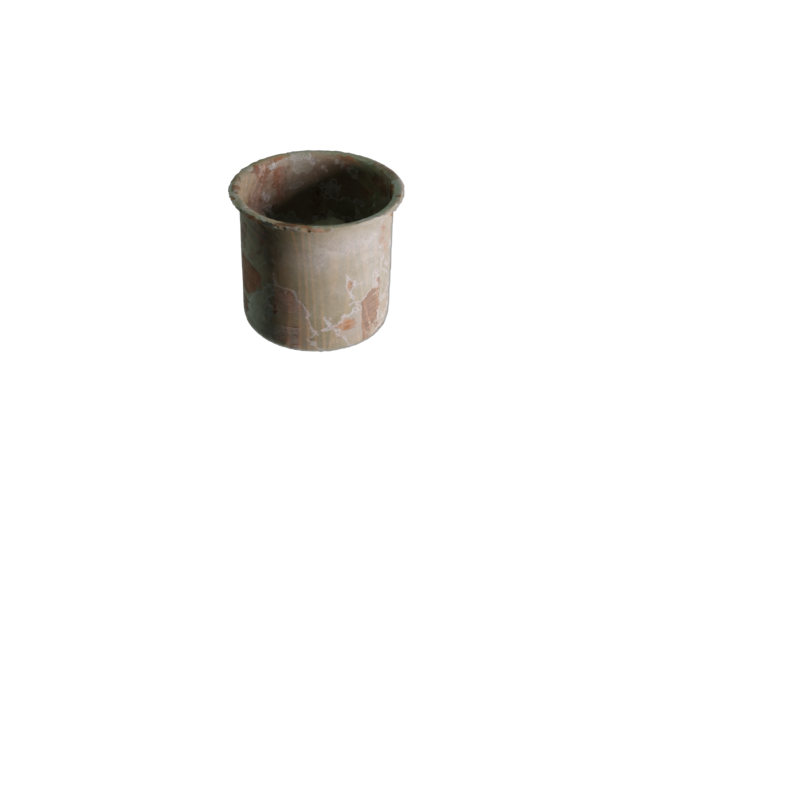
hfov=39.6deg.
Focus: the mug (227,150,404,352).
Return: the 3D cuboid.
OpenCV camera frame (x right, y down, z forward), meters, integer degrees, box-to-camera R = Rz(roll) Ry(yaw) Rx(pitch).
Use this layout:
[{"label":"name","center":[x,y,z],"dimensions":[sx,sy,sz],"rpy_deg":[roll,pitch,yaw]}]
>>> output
[{"label":"mug","center":[-0.048,-0.088,0.614],"dimensions":[0.092,0.076,0.126],"rpy_deg":[-5,35,-9]}]
